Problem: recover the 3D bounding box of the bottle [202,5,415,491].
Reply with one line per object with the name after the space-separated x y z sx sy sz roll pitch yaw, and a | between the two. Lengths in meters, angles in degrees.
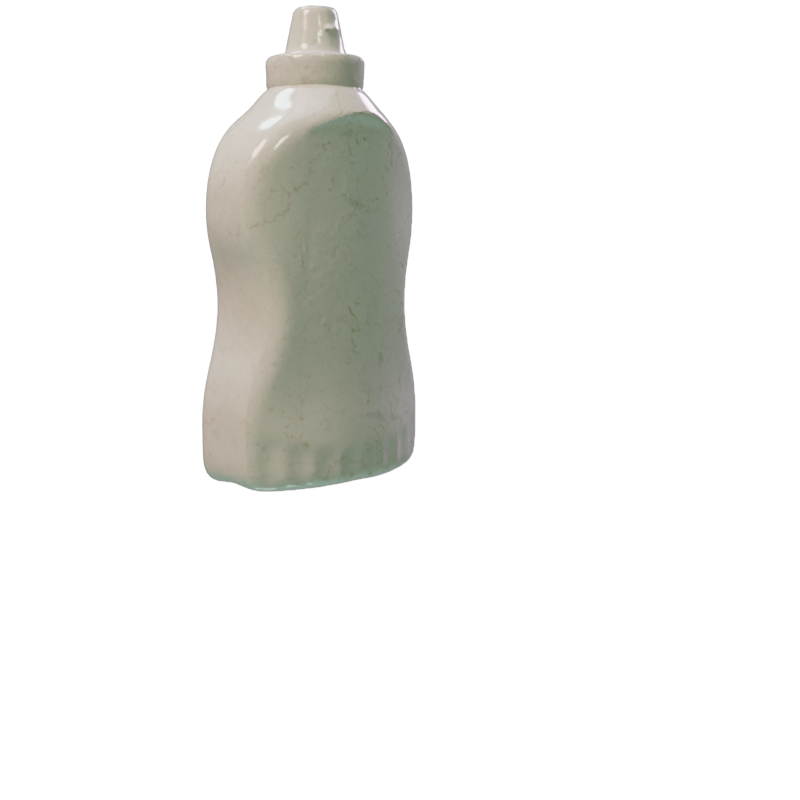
-0.036 -0.065 0.458 0.092 0.191 0.061 -2 2 -43 | bottle
